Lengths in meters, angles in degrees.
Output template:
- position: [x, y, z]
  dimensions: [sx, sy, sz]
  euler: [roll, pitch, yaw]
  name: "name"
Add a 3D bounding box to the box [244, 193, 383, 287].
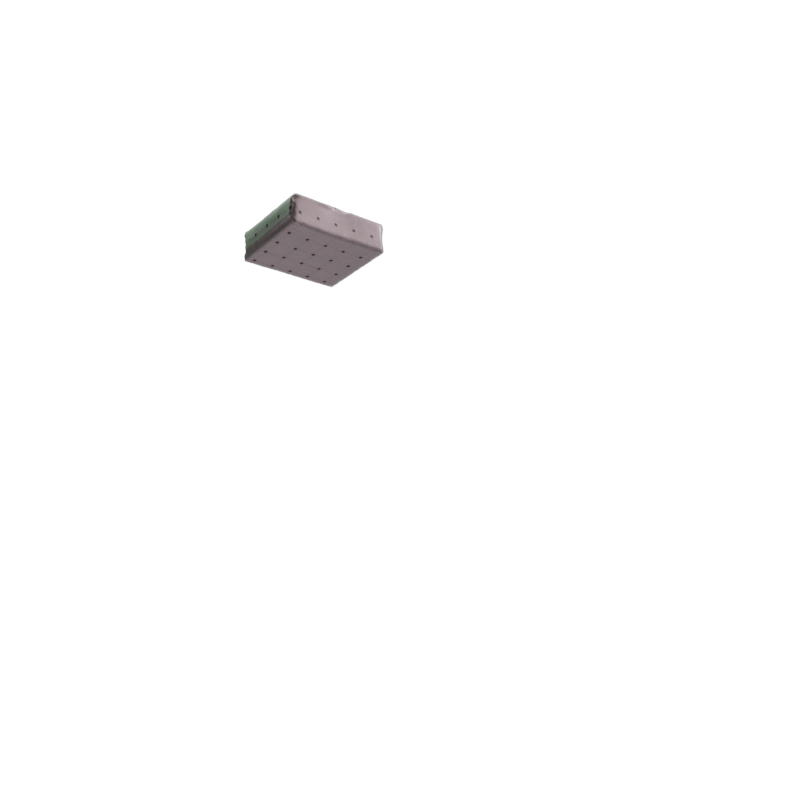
- position: [-0.070, -0.127, 0.891]
  dimensions: [0.085, 0.032, 0.073]
  euler: [16, -29, -32]
  name: "box"
